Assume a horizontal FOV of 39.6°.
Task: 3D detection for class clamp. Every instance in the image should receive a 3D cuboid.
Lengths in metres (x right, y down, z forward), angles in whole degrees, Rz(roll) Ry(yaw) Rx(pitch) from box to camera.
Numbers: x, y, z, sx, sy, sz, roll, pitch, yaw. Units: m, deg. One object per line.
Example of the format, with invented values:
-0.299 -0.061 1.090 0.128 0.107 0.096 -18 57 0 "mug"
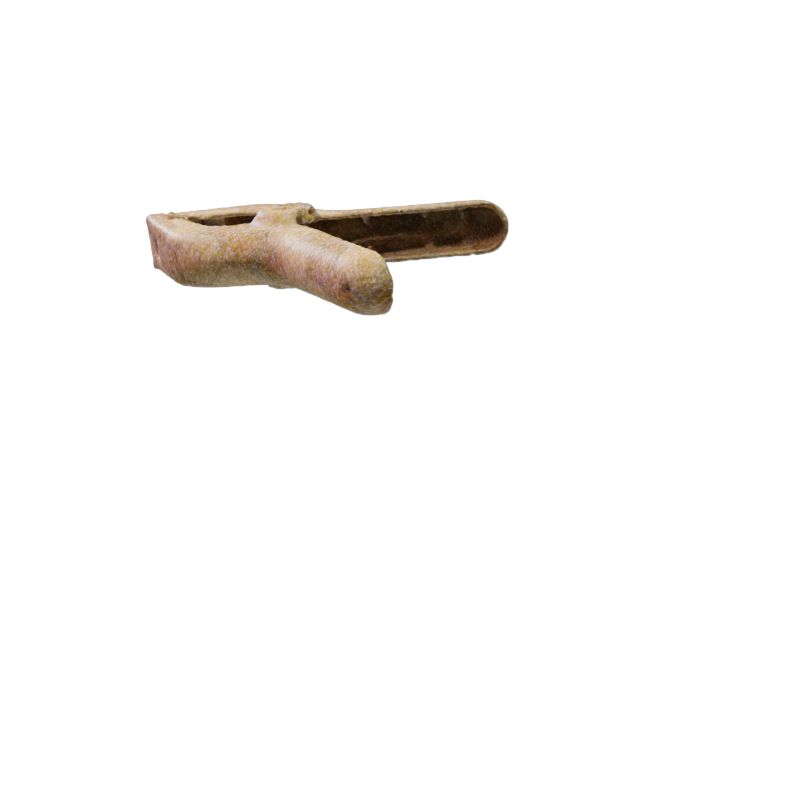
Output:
-0.040 -0.073 0.508 0.180 0.038 0.118 14 21 38 "clamp"
